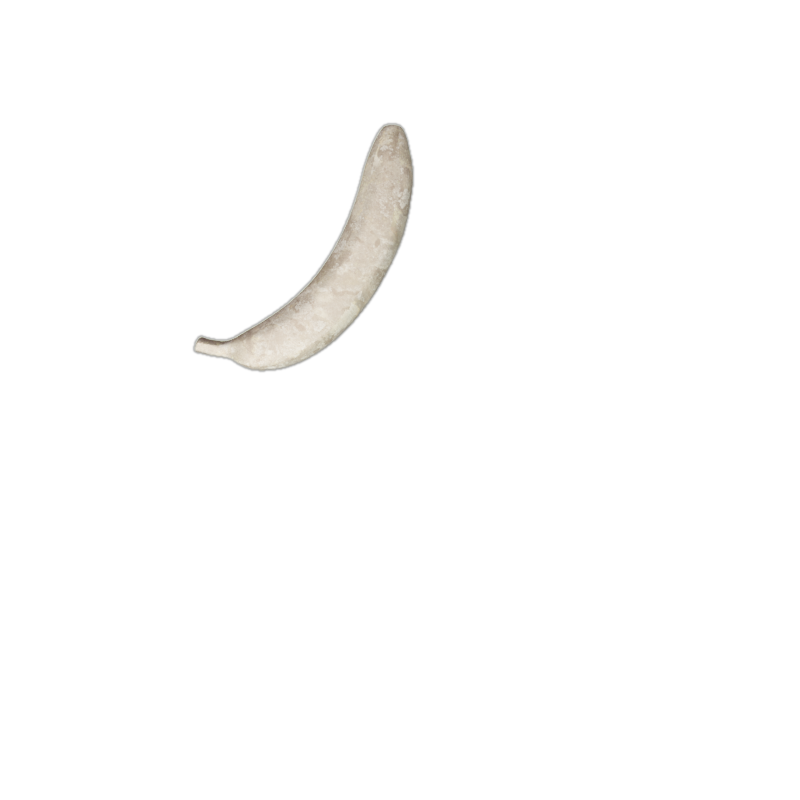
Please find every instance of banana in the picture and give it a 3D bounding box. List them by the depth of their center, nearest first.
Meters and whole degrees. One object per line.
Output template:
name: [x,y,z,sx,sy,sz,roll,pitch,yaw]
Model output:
banana: [-0.044,-0.086,0.709,0.070,0.199,0.036,41,-5,3]
